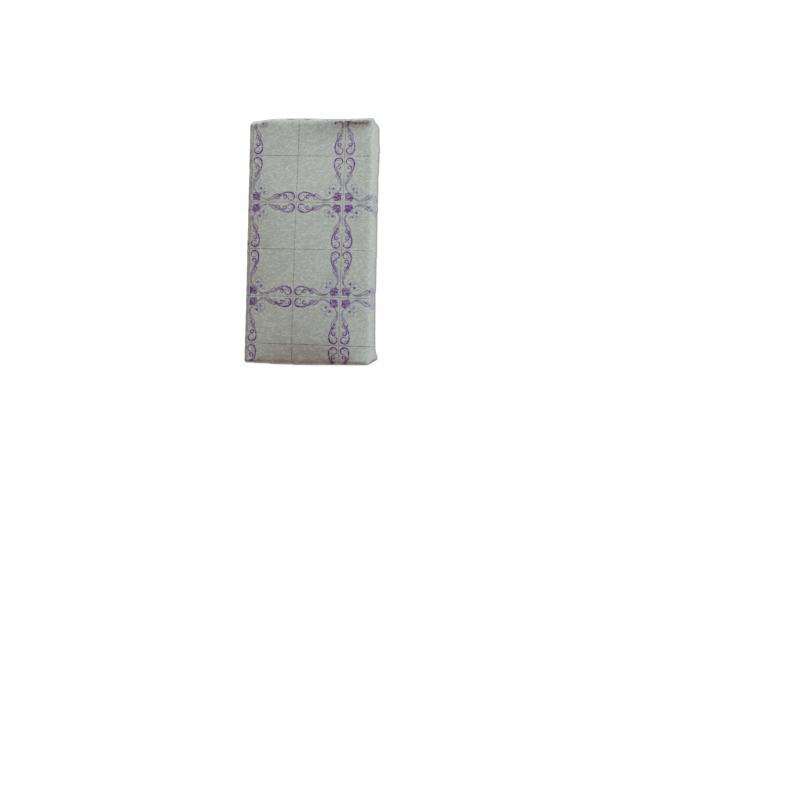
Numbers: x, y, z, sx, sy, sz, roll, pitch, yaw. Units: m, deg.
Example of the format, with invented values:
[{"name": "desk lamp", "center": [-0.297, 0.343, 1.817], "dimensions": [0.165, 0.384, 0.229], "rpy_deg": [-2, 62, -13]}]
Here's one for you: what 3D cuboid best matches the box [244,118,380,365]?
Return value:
[{"name": "box", "center": [-0.063, -0.115, 0.803], "dimensions": [0.094, 0.177, 0.047], "rpy_deg": [0, -1, 9]}]
